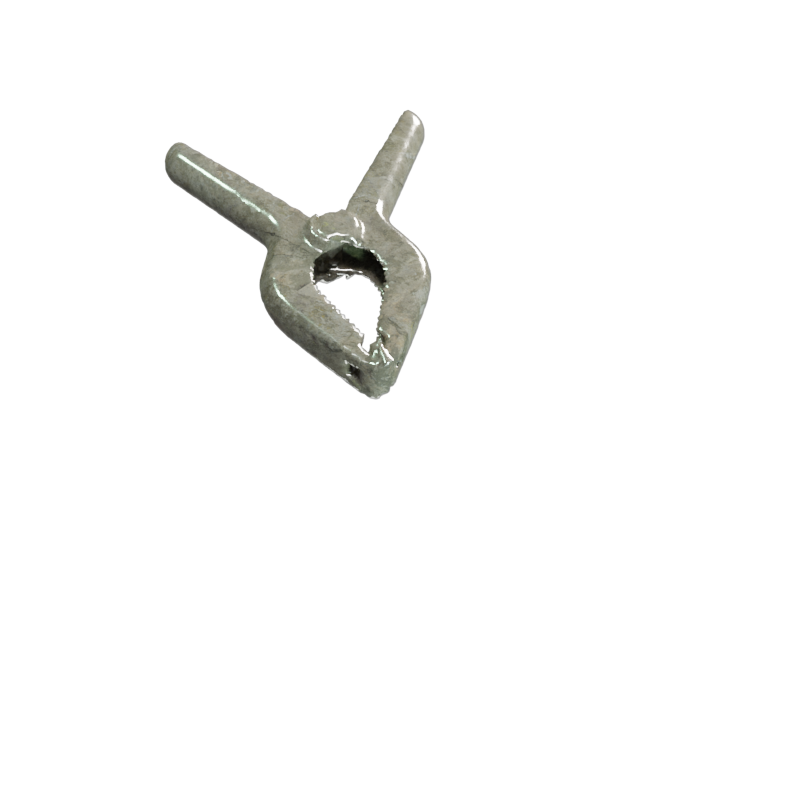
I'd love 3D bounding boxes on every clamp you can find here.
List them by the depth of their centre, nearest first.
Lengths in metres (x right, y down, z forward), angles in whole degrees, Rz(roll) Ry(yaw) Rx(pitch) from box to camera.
[{"bbox_3d":[-0.050,-0.091,0.635,0.163,0.227,0.034,-7,-41,-6],"label":"clamp"}]
